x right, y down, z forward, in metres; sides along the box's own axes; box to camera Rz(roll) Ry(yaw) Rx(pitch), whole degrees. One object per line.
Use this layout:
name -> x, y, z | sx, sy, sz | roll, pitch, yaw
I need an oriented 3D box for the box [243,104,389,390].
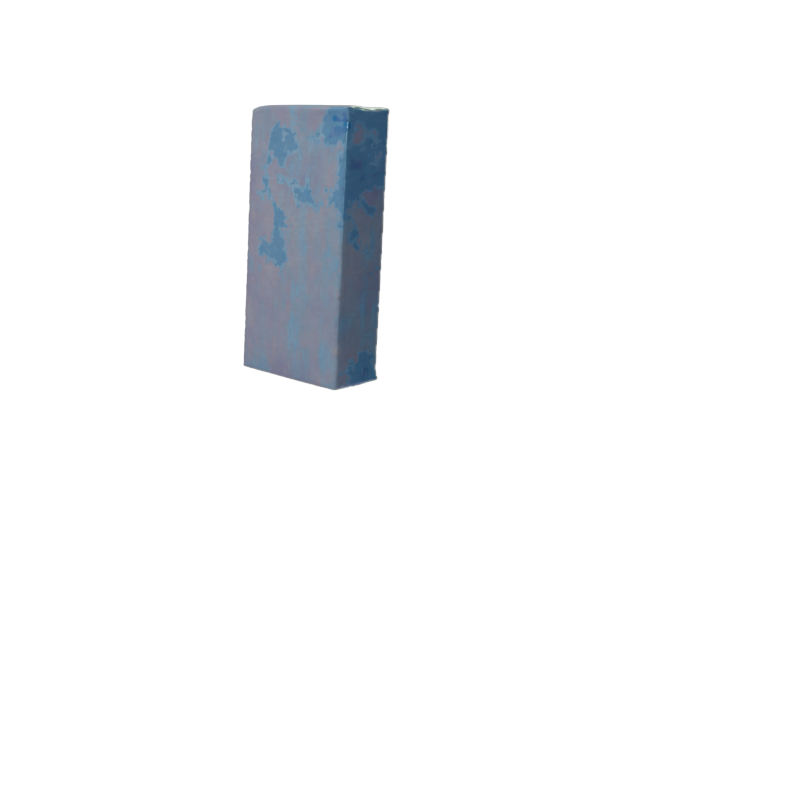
box -> -0.057, -0.103, 0.719 | 0.098, 0.173, 0.047 | 9, 11, 44
